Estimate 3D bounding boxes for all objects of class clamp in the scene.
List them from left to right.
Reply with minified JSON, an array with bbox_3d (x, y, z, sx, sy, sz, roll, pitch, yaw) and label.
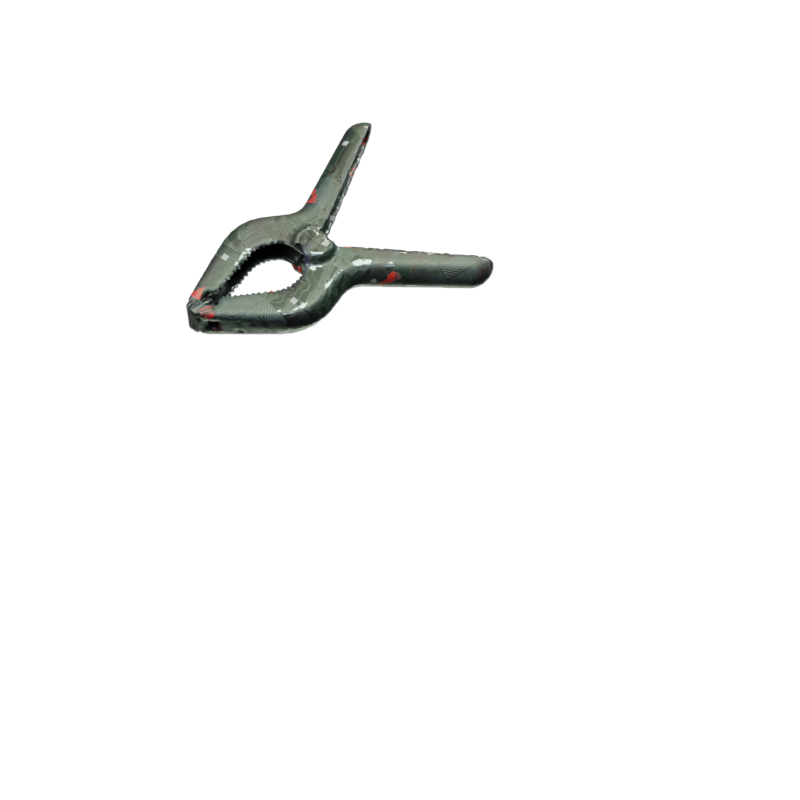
[{"bbox_3d":[-0.062,-0.113,0.794,0.209,0.177,0.034,-23,-30,-15],"label":"clamp"}]
